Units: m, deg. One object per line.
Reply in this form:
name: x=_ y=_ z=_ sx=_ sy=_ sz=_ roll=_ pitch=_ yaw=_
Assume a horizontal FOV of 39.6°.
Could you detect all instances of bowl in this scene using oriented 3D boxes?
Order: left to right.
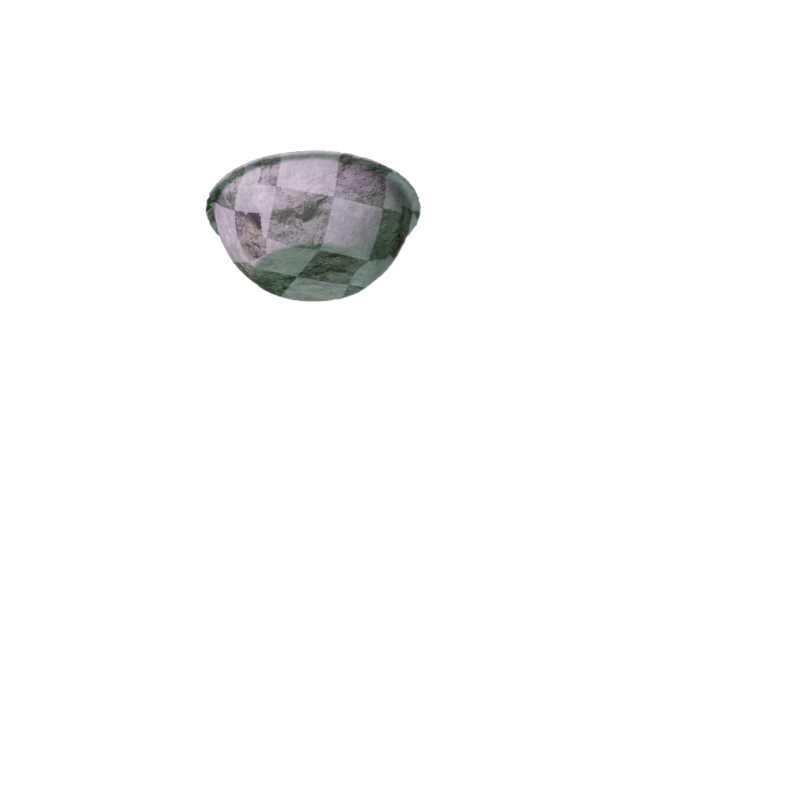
bowl: x=-0.064 y=-0.117 z=0.821 sx=0.162 sy=0.058 sz=0.153 roll=1 pitch=-24 yaw=-2
